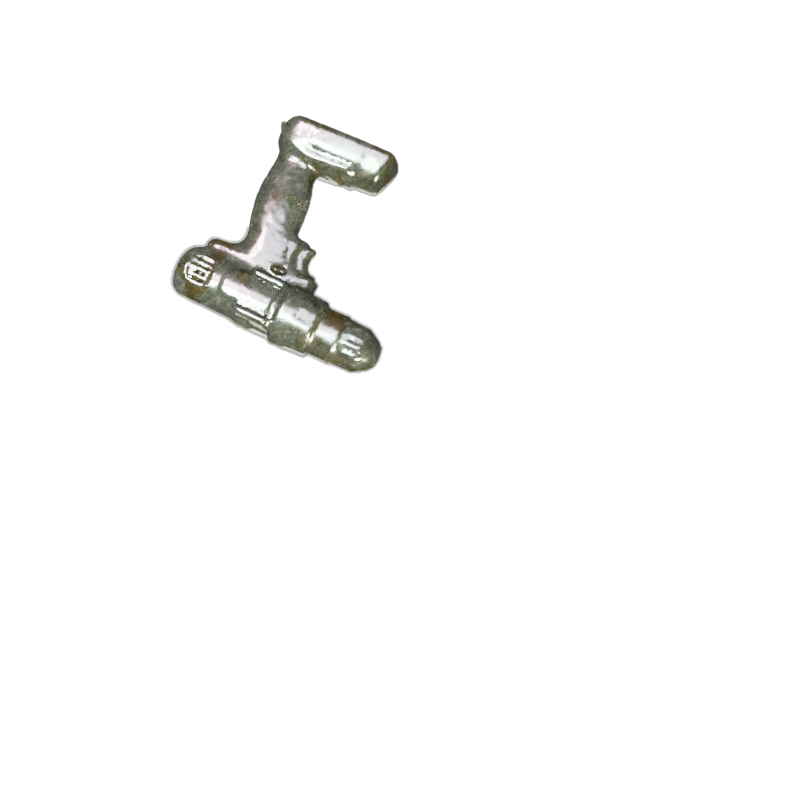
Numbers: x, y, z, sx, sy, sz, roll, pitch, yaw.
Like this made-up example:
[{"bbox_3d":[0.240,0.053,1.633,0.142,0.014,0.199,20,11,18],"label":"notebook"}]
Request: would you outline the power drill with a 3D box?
[{"bbox_3d":[-0.073,-0.132,0.927,0.188,0.193,0.055,24,-18,8],"label":"power drill"}]
